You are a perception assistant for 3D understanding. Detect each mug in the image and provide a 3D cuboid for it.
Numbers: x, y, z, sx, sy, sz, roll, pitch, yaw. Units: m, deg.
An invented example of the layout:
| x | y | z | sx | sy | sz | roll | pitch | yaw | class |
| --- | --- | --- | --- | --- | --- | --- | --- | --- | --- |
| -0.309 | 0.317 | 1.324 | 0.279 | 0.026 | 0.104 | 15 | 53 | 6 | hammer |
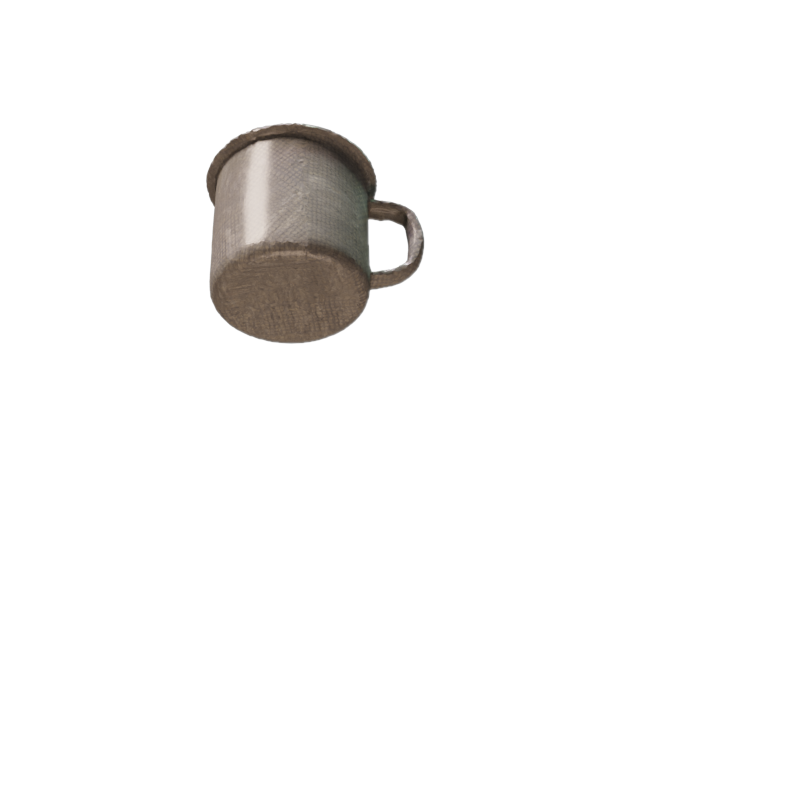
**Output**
| x | y | z | sx | sy | sz | roll | pitch | yaw | class |
| --- | --- | --- | --- | --- | --- | --- | --- | --- | --- |
| -0.046 | -0.083 | 0.582 | 0.116 | 0.087 | 0.088 | 4 | -37 | -7 | mug |
